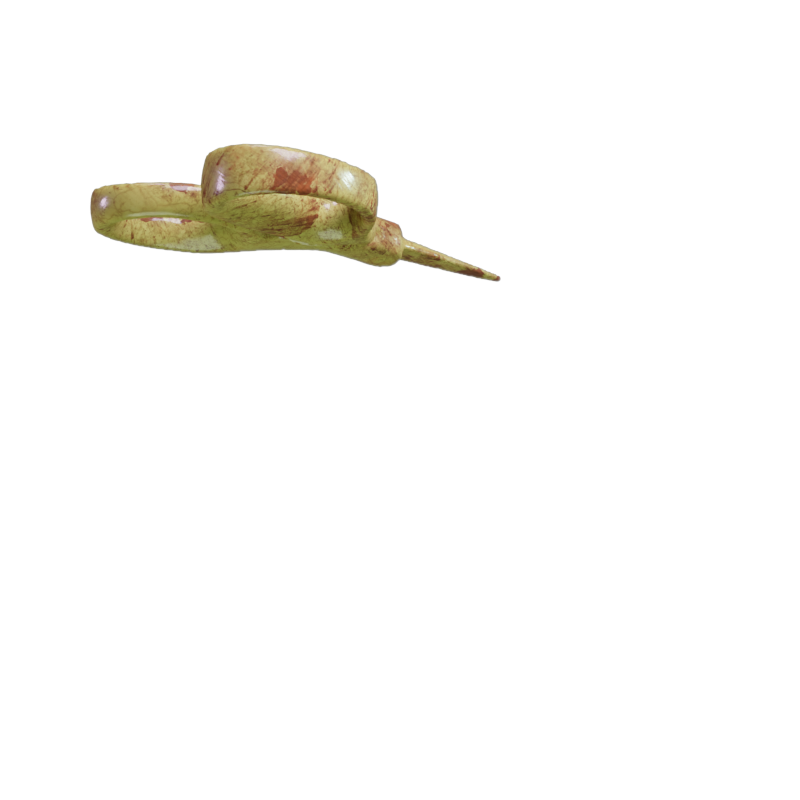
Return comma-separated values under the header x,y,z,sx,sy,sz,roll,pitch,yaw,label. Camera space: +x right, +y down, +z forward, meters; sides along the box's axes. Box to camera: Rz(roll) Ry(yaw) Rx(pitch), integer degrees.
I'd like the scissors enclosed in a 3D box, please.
x,y,z,sx,sy,sz,roll,pitch,yaw,label
-0.030,-0.055,0.383,0.098,0.016,0.194,-1,-3,16,scissors
